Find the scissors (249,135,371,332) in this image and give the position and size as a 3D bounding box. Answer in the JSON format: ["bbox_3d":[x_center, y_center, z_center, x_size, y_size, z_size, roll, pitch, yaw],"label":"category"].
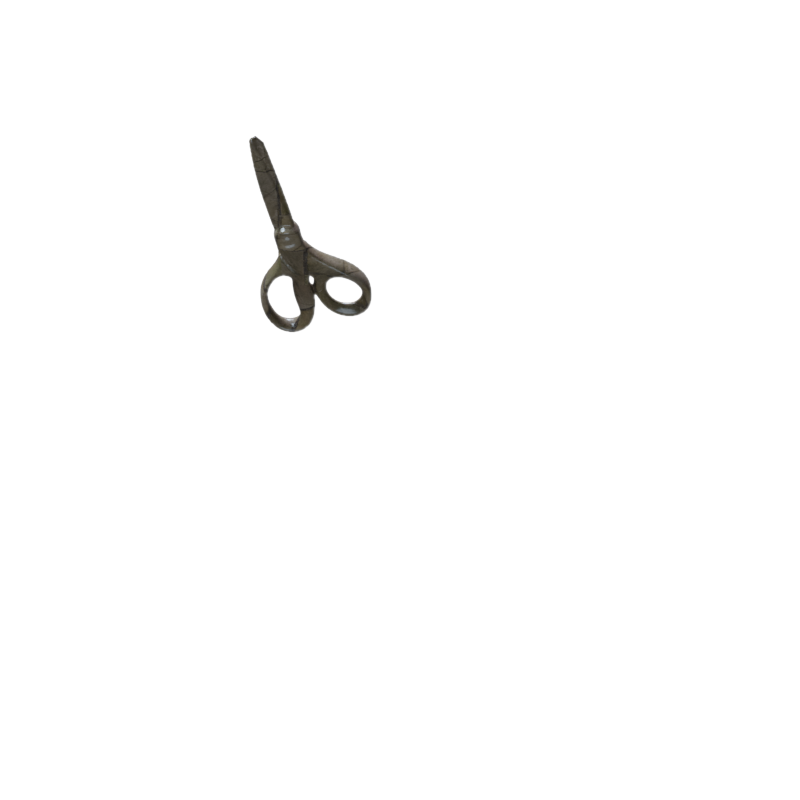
[{"bbox_3d":[-0.065,-0.118,0.825,0.096,0.017,0.189,3,-39,-4],"label":"scissors"}]
